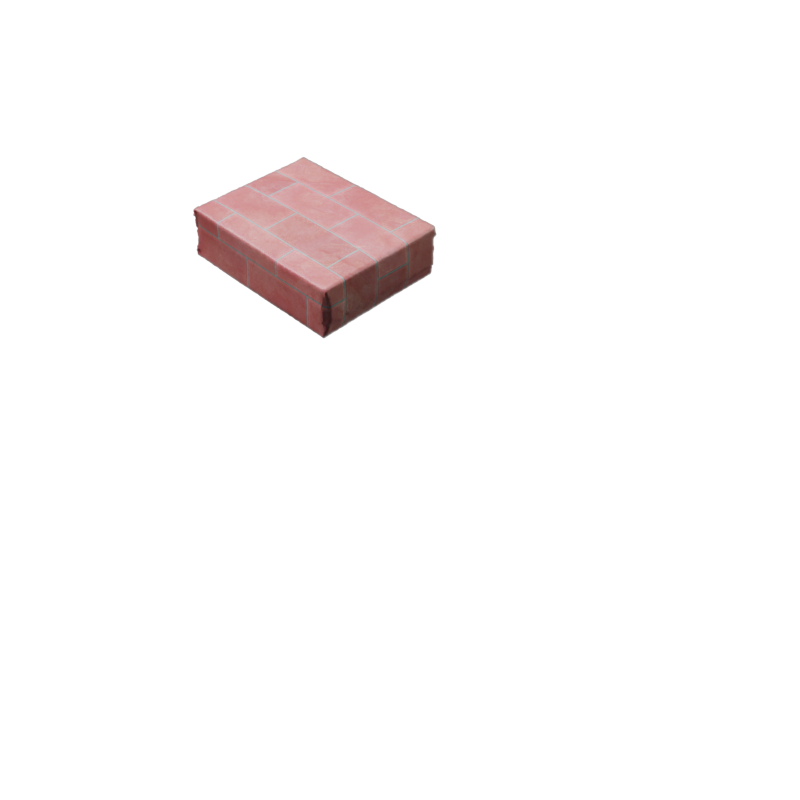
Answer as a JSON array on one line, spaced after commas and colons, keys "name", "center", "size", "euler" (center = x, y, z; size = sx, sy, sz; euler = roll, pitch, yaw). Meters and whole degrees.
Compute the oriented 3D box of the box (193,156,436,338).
[{"name": "box", "center": [-0.050, -0.092, 0.643], "size": [0.121, 0.036, 0.090], "euler": [31, 47, 34]}]
